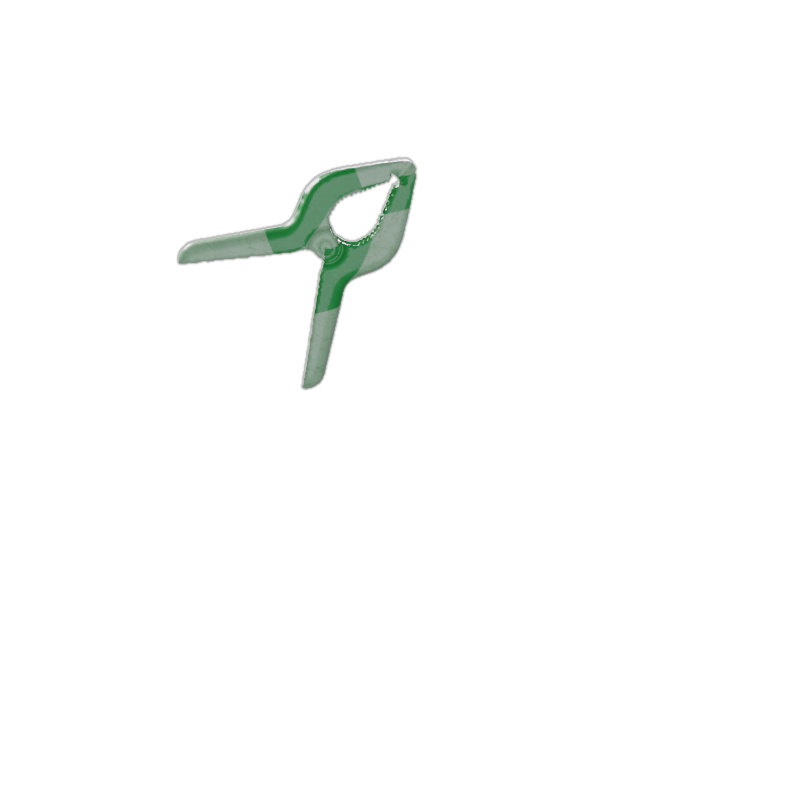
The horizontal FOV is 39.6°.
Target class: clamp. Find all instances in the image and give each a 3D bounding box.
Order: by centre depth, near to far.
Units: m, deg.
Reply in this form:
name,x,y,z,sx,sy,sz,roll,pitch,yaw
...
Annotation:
name,x,y,z,sx,sy,sz,roll,pitch,yaw
clamp,-0.074,-0.134,0.940,0.162,0.208,0.037,39,8,-7
